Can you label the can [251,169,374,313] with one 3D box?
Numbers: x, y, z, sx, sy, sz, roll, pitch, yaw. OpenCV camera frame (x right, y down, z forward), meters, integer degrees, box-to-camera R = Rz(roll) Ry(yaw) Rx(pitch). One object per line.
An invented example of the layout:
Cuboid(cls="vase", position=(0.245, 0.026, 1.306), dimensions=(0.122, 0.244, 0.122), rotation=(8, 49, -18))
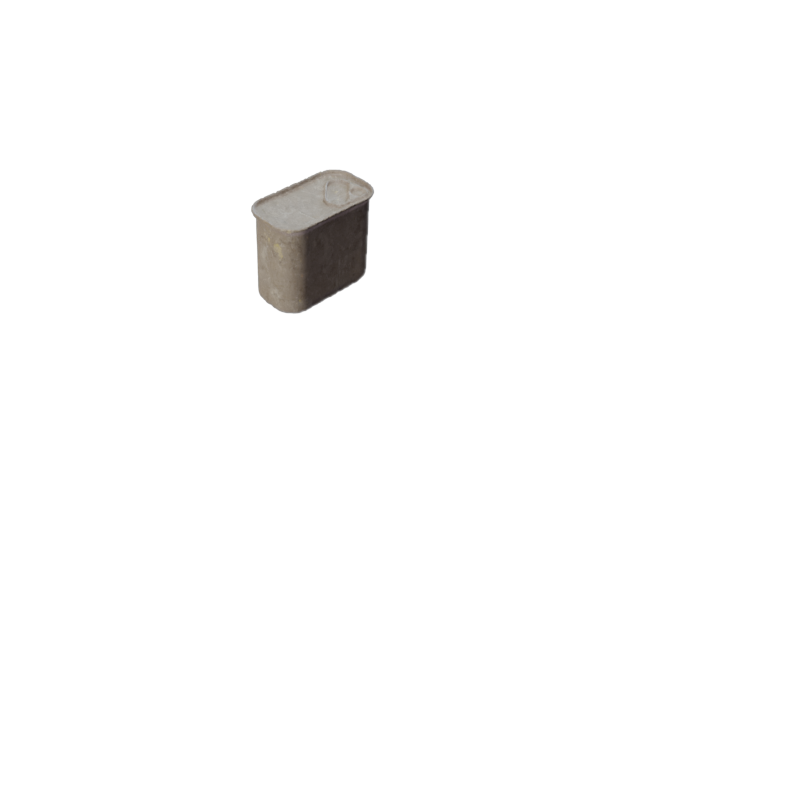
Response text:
Cuboid(cls="can", position=(-0.071, -0.130, 0.909), dimensions=(0.061, 0.078, 0.102), rotation=(32, 47, 33))
